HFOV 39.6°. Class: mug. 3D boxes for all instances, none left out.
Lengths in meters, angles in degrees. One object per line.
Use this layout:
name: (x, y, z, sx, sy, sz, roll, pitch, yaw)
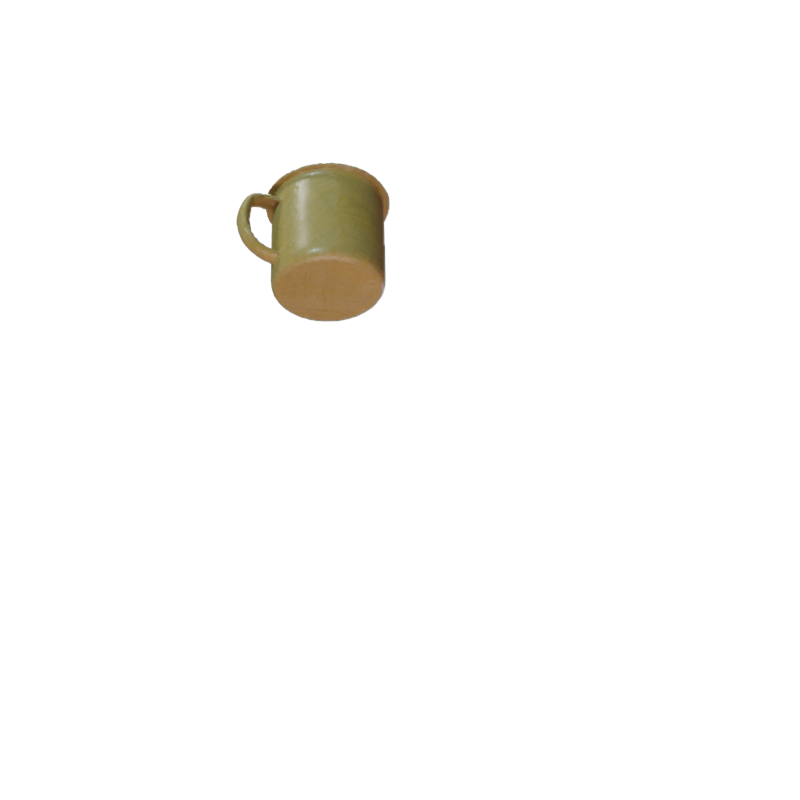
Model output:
mug: (-0.063, -0.114, 0.799, 0.112, 0.087, 0.091, 18, -40, -24)
